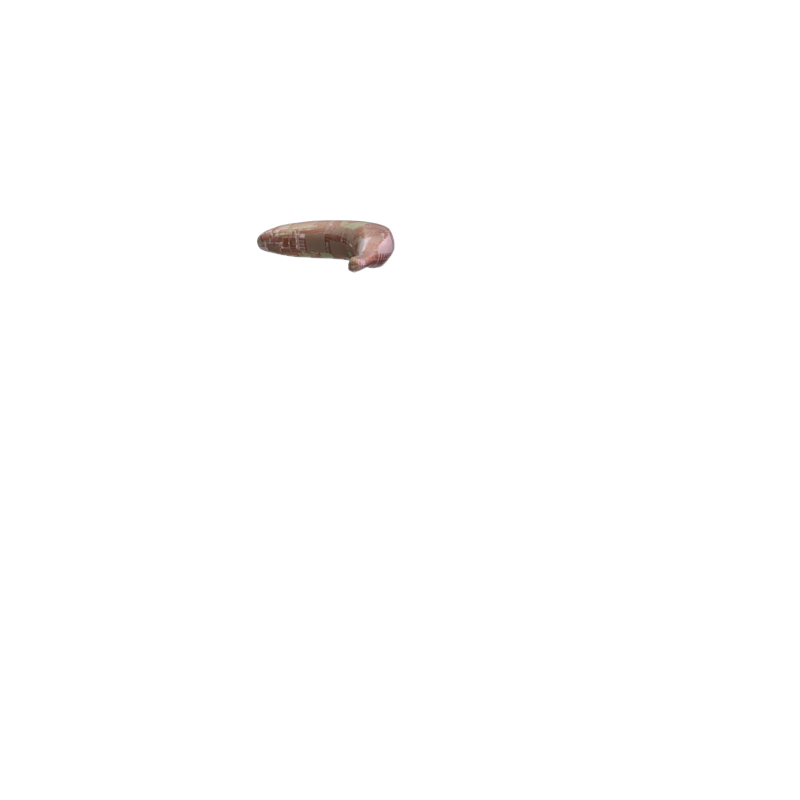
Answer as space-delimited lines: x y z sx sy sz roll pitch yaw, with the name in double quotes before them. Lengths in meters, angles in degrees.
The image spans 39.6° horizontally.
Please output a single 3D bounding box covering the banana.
"banana" -0.058 -0.139 0.973 0.068 0.036 0.207 -5 13 -28
